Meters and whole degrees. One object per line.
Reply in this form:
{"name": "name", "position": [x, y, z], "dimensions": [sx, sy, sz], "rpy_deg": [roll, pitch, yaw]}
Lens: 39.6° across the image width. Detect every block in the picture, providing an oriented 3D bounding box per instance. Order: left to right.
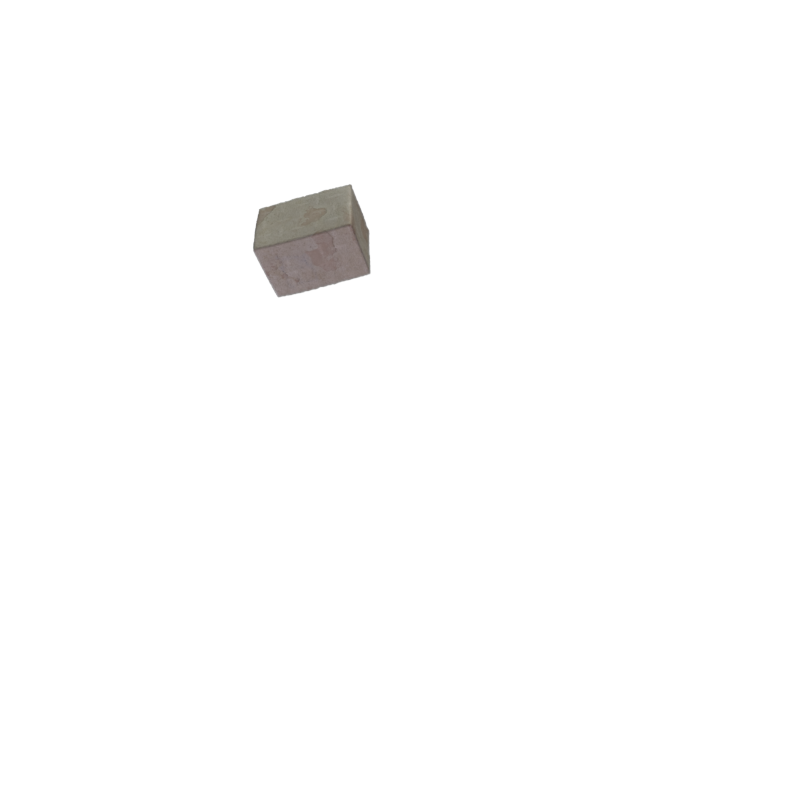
{"name": "block", "position": [-0.066, -0.121, 0.845], "dimensions": [0.078, 0.049, 0.055], "rpy_deg": [-13, 42, 11]}
